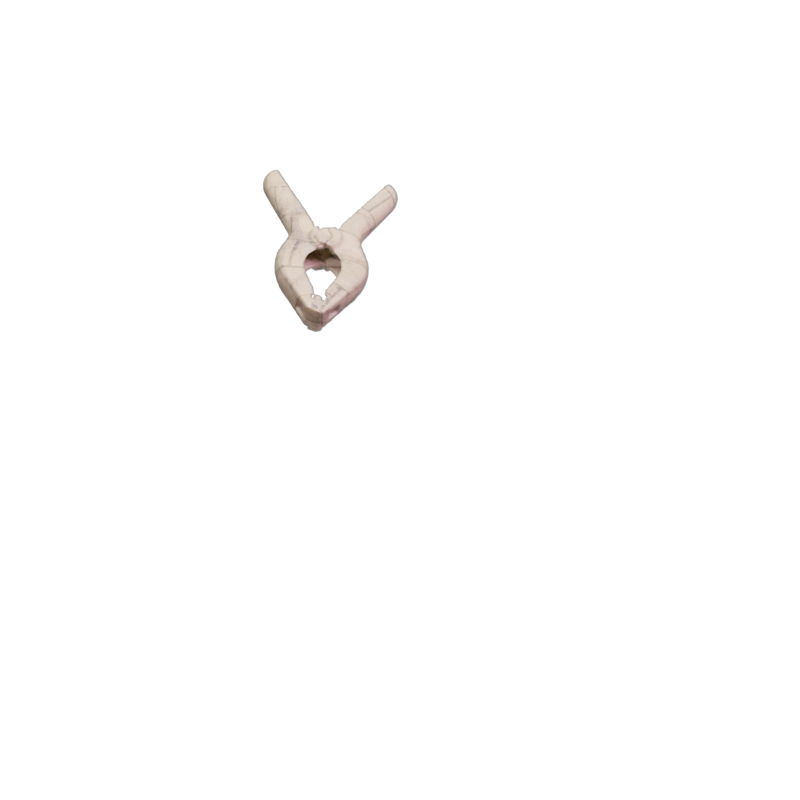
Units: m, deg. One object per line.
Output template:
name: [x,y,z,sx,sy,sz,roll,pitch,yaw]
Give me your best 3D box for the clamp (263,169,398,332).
clamp: [-0.074,-0.136,0.951,0.122,0.181,0.036,8,-42,7]
